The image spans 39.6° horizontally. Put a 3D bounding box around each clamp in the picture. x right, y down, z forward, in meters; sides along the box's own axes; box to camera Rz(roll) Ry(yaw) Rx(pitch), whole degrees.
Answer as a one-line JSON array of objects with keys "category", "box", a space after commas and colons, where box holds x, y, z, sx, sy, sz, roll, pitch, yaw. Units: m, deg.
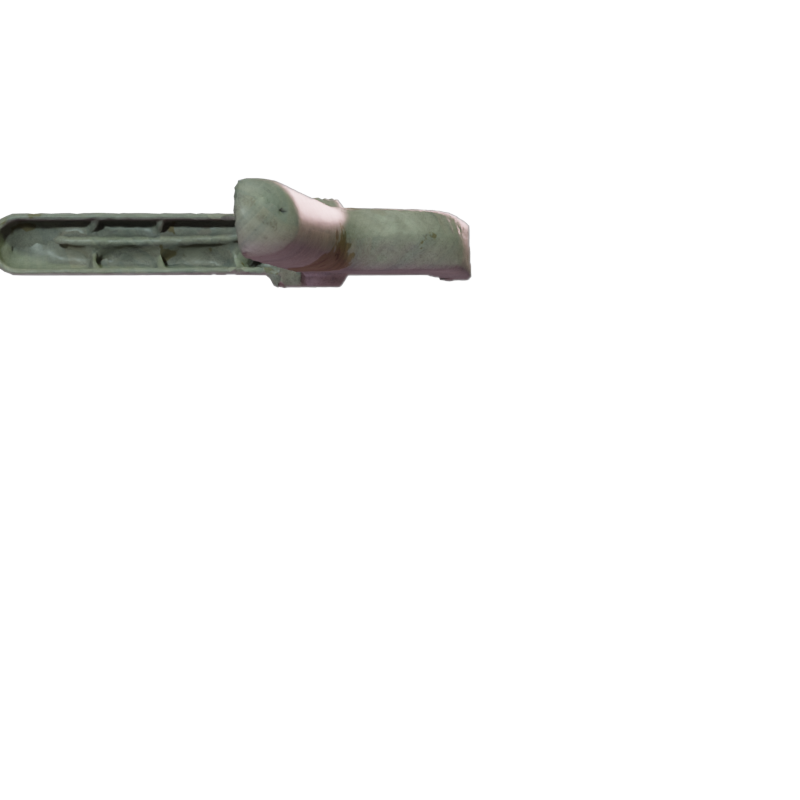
[{"category": "clamp", "box": [-0.035, -0.063, 0.443, 0.202, 0.036, 0.171, -4, 6, -39]}]
